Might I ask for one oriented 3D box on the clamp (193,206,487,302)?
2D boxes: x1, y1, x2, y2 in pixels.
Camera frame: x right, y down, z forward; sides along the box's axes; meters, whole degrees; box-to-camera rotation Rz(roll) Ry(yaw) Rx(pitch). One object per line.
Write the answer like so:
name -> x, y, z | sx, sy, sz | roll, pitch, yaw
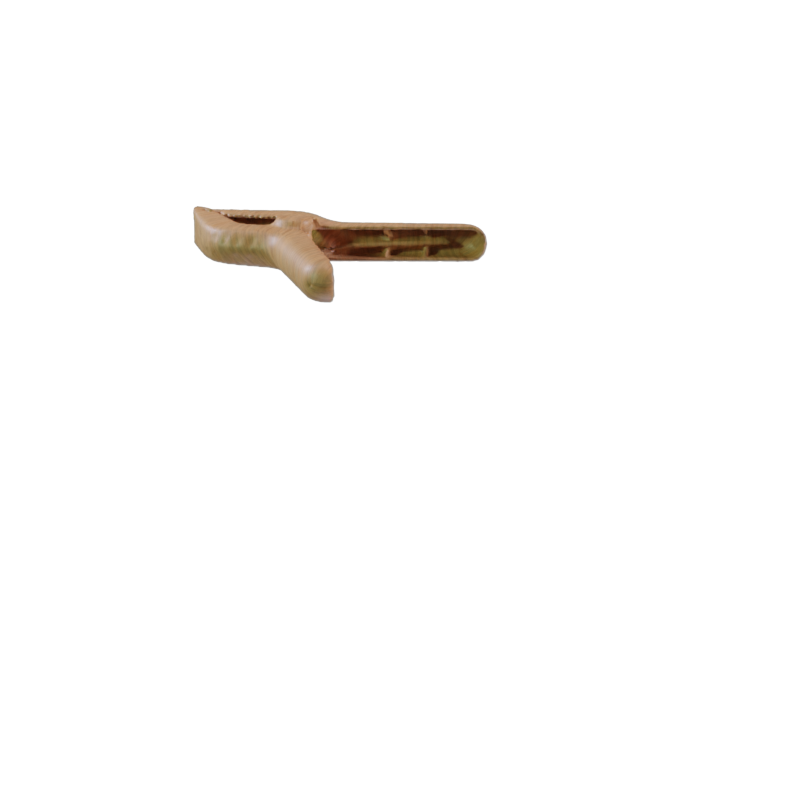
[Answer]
clamp -> -0.059, -0.107, 0.753 | 0.161, 0.035, 0.222 | -16, 24, -40
